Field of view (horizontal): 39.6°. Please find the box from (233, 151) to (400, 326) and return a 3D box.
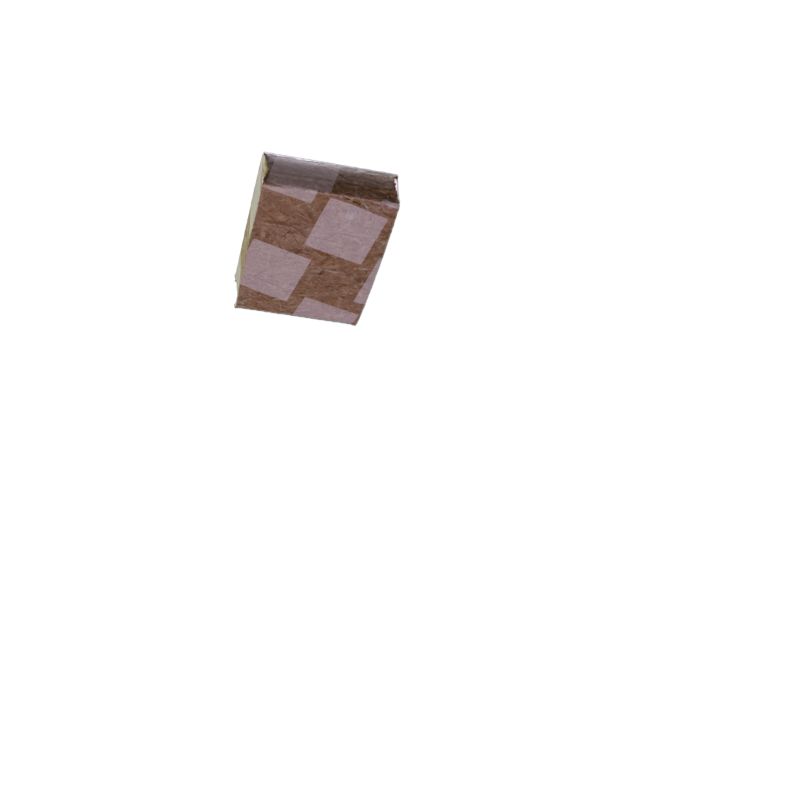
[{"bbox_3d":[-0.057,-0.104,0.729,0.088,0.107,0.042,10,41,-10],"label":"box"}]
